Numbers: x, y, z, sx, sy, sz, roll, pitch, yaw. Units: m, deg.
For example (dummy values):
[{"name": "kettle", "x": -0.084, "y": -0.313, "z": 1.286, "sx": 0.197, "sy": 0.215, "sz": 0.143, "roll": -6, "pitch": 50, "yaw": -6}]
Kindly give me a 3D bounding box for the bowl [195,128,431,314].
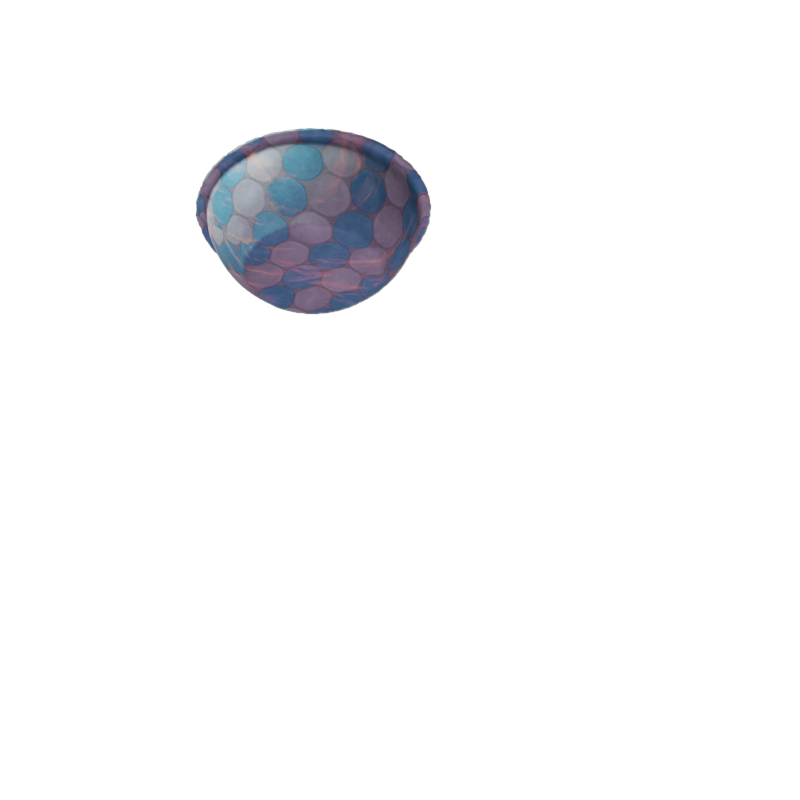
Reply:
[{"name": "bowl", "x": -0.058, "y": -0.107, "z": 0.747, "sx": 0.162, "sy": 0.059, "sz": 0.151, "roll": 1, "pitch": -37, "yaw": -2}]
